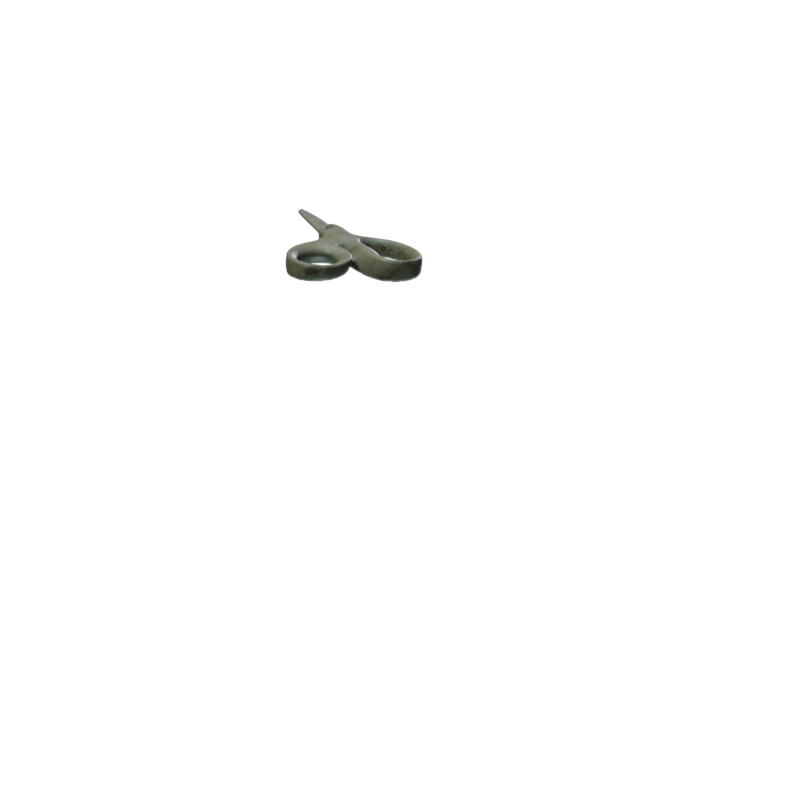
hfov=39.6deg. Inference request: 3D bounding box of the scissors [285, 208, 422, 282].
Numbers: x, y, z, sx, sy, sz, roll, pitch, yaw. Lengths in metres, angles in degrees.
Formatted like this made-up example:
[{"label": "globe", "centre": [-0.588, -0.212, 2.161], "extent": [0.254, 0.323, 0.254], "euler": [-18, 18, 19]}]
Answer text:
[{"label": "scissors", "centre": [-0.061, -0.111, 0.776], "extent": [0.094, 0.015, 0.214], "euler": [-12, 23, -29]}]
